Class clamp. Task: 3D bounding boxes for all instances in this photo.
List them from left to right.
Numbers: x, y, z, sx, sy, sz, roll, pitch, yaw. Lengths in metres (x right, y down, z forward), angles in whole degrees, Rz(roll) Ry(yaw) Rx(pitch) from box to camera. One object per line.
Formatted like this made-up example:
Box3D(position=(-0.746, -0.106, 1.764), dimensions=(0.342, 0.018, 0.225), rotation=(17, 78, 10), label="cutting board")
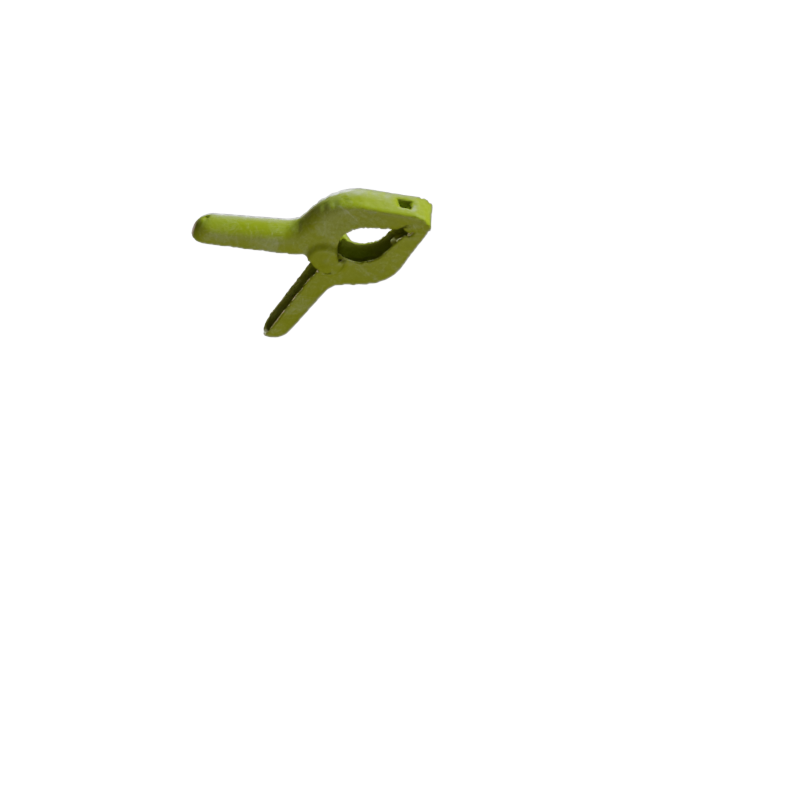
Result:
Box3D(position=(-0.063, -0.115, 0.802), dimensions=(0.172, 0.042, 0.112), rotation=(-25, -49, 24), label="clamp")
